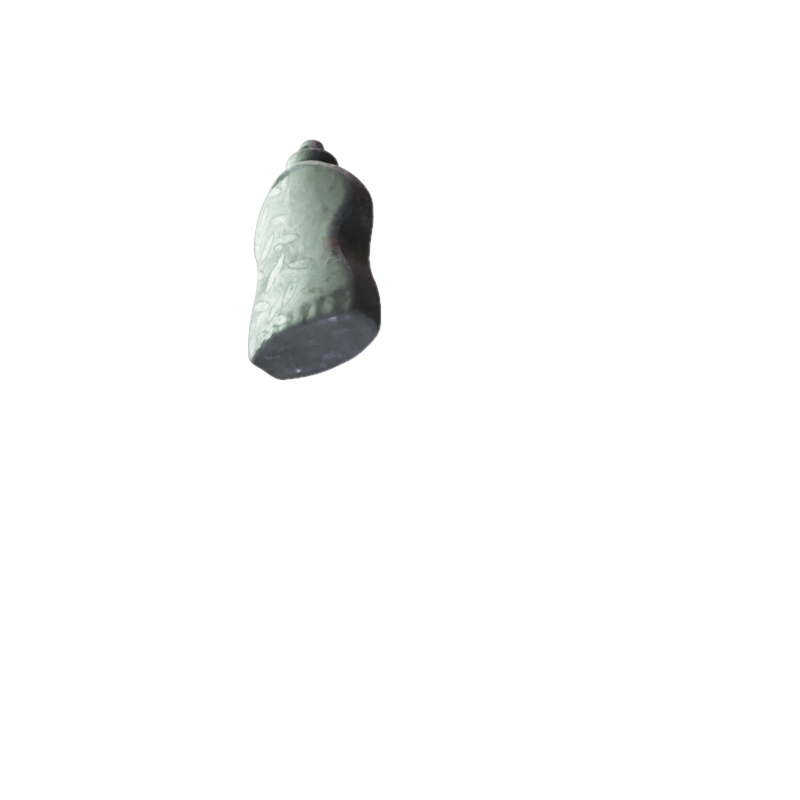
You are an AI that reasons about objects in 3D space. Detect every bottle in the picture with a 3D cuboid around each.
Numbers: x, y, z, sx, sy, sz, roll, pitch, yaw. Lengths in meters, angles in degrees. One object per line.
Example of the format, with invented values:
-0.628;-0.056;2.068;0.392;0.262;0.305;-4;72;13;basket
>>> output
-0.063;-0.115;0.800;0.096;0.205;0.054;-27;-43;29;bottle
